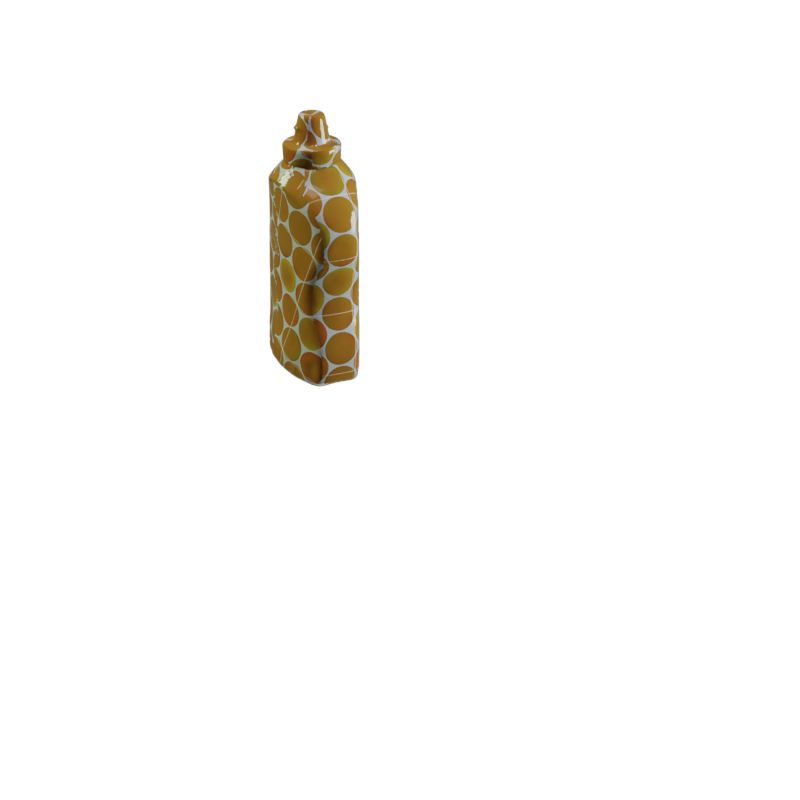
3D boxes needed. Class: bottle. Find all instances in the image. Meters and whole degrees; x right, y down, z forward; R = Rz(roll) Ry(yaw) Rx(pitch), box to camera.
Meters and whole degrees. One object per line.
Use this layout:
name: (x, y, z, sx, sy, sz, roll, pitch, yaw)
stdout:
bottle: (-0.063, -0.113, 0.794, 0.057, 0.182, 0.103, -9, 28, -22)
